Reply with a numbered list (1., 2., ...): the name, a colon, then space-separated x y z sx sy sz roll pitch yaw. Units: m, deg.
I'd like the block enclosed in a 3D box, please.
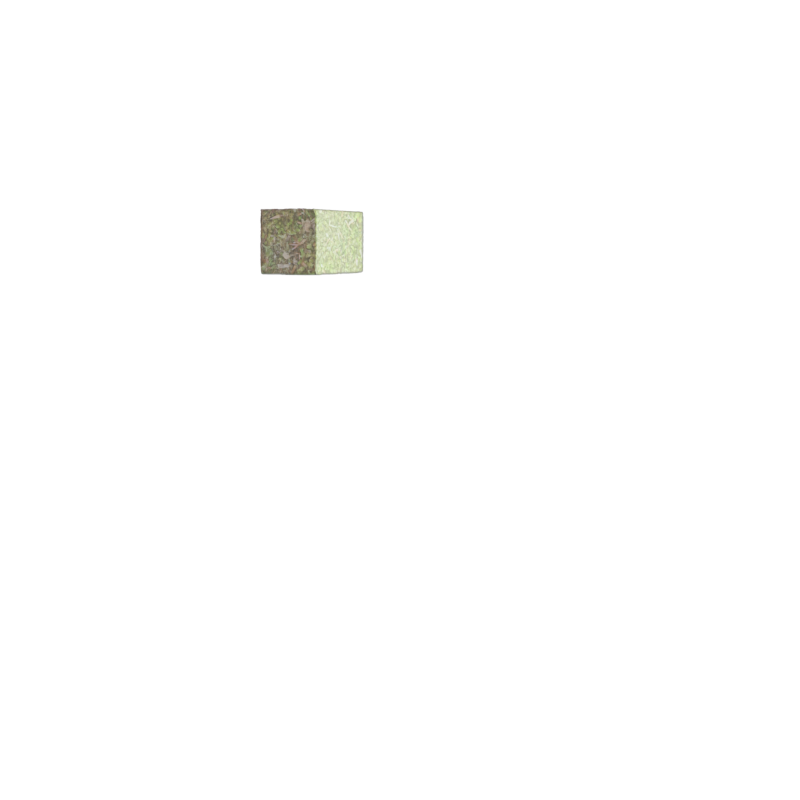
1. block: -0.069 -0.126 0.879 0.054 0.051 0.076 2 6 27
